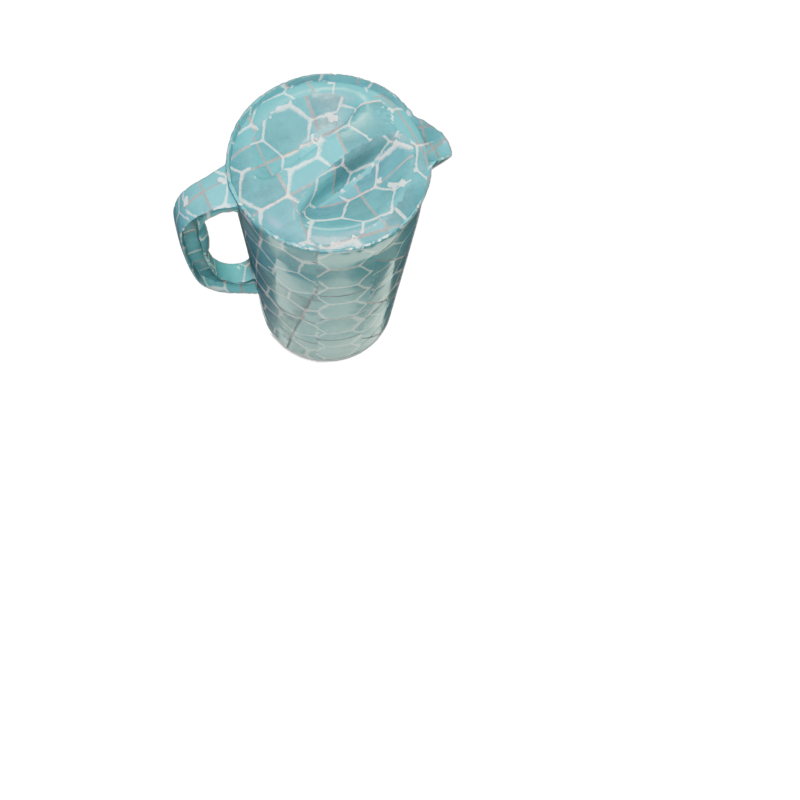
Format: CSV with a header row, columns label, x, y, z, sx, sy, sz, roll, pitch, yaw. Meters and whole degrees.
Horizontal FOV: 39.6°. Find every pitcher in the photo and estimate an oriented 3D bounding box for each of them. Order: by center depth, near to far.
label,x,y,z,sx,sy,sz,roll,pitch,yaw
pitcher,-0.064,-0.116,0.811,0.153,0.149,0.231,27,-21,8
